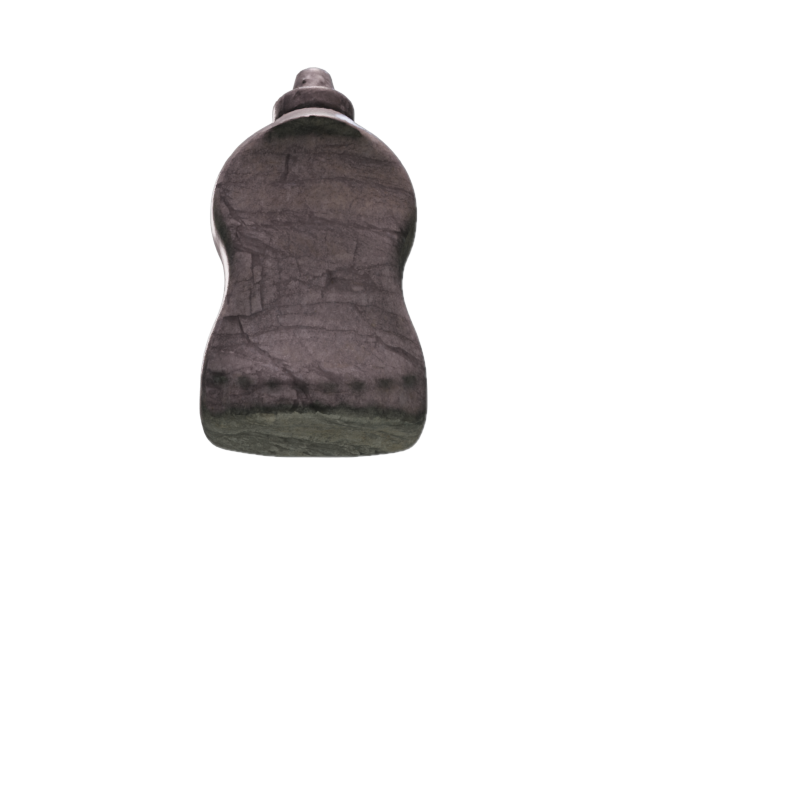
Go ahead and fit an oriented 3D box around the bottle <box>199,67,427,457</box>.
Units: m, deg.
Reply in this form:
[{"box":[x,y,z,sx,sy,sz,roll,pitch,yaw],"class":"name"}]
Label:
[{"box":[-0.040,-0.073,0.512,0.096,0.203,0.055,-1,-27,-2],"class":"bottle"}]
